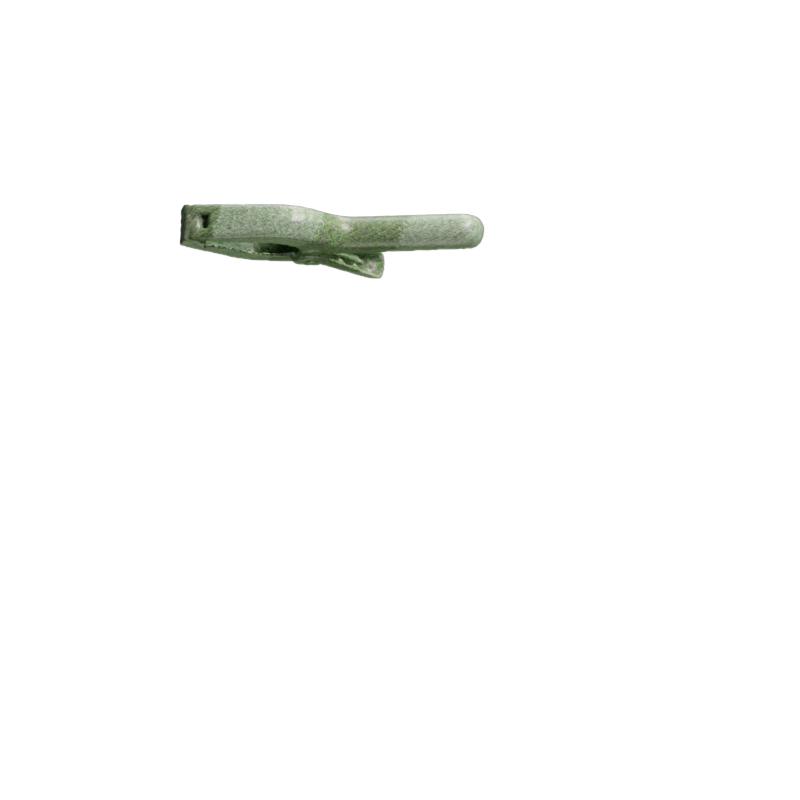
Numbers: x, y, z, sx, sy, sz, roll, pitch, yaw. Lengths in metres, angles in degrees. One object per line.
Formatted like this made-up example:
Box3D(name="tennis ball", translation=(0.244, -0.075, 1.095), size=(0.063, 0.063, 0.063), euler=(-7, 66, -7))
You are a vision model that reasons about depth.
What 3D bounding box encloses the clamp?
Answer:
Box3D(name="clamp", translation=(-0.065, -0.119, 0.834), size=(0.205, 0.037, 0.165), euler=(2, -5, -19))
